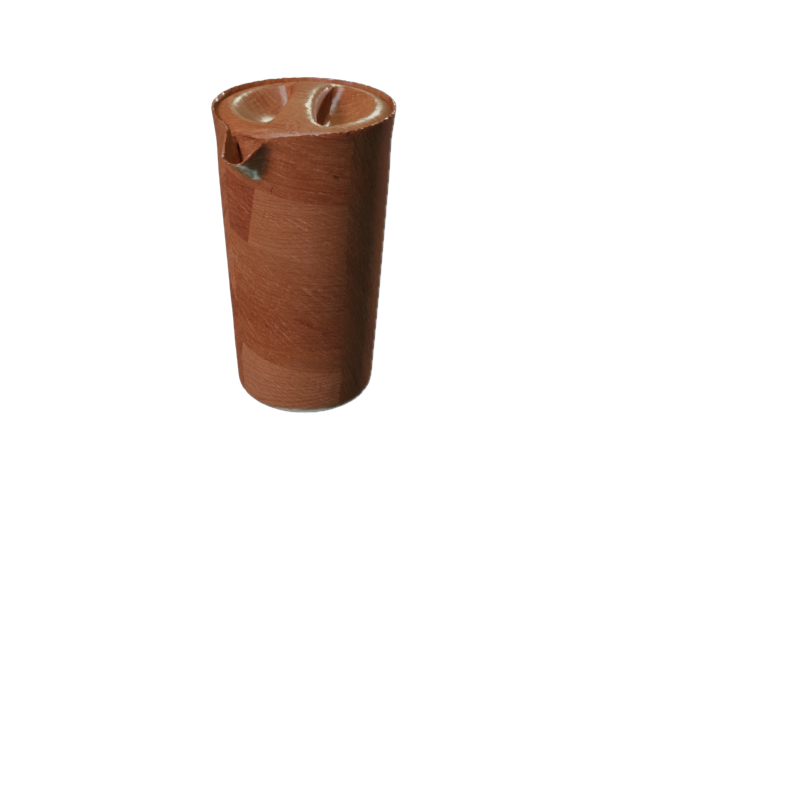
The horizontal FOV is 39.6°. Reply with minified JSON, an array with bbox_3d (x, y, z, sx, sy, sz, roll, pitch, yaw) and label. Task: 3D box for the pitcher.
[{"bbox_3d":[-0.067,-0.122,0.854,0.147,0.229,0.155,-5,30,-12],"label":"pitcher"}]
